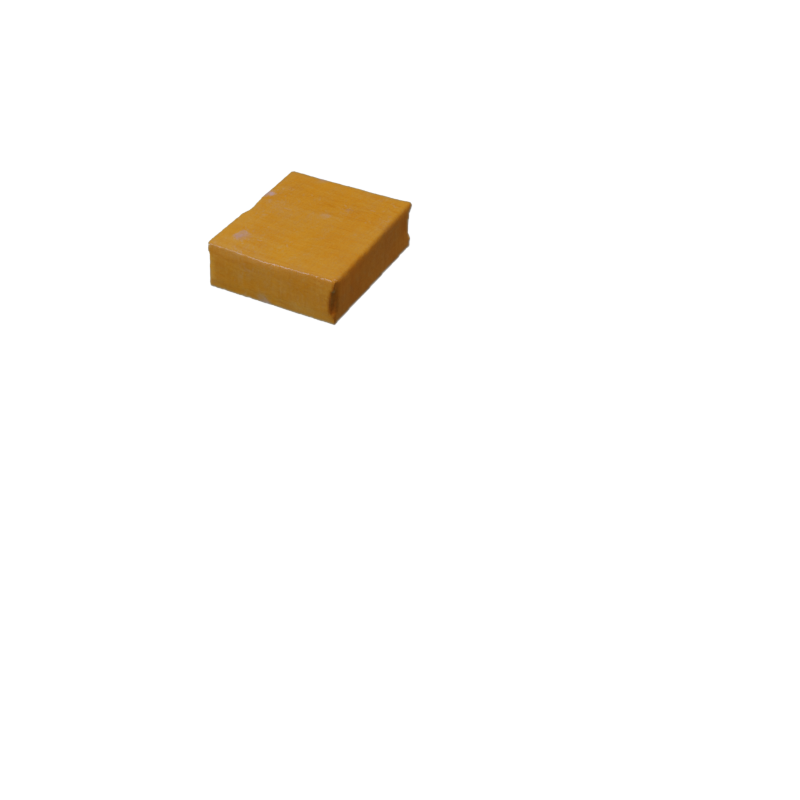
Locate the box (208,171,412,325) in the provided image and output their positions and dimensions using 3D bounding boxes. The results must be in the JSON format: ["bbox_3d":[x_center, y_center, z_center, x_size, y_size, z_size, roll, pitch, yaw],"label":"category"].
[{"bbox_3d":[-0.045,-0.082,0.572,0.076,0.028,0.092,17,41,21],"label":"box"}]
